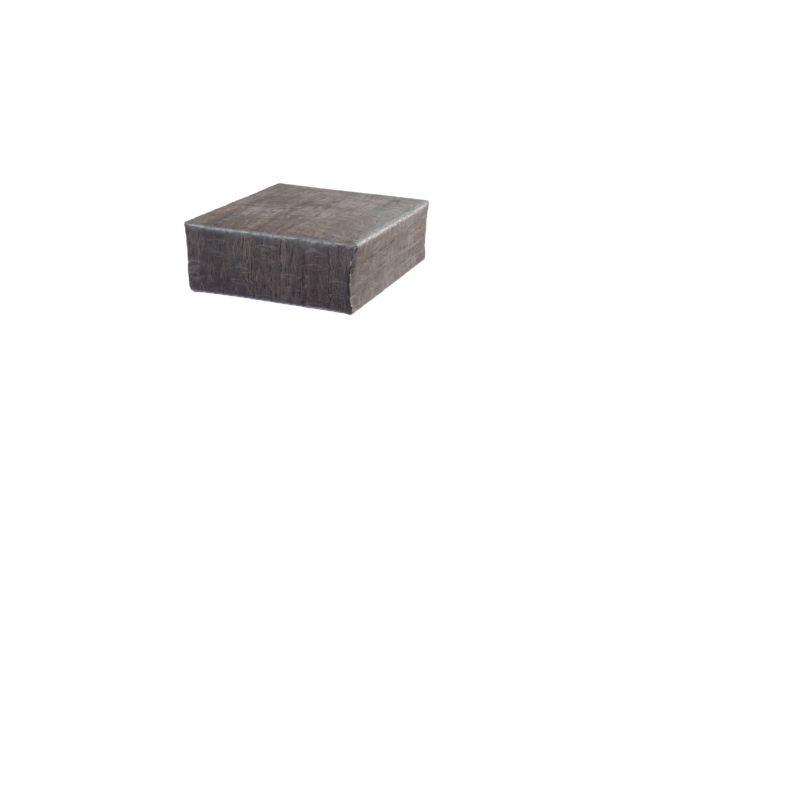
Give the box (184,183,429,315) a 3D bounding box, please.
[{"bbox_3d":[-0.044,-0.081,0.565,0.093,0.037,0.115,8,24,19],"label":"box"}]
